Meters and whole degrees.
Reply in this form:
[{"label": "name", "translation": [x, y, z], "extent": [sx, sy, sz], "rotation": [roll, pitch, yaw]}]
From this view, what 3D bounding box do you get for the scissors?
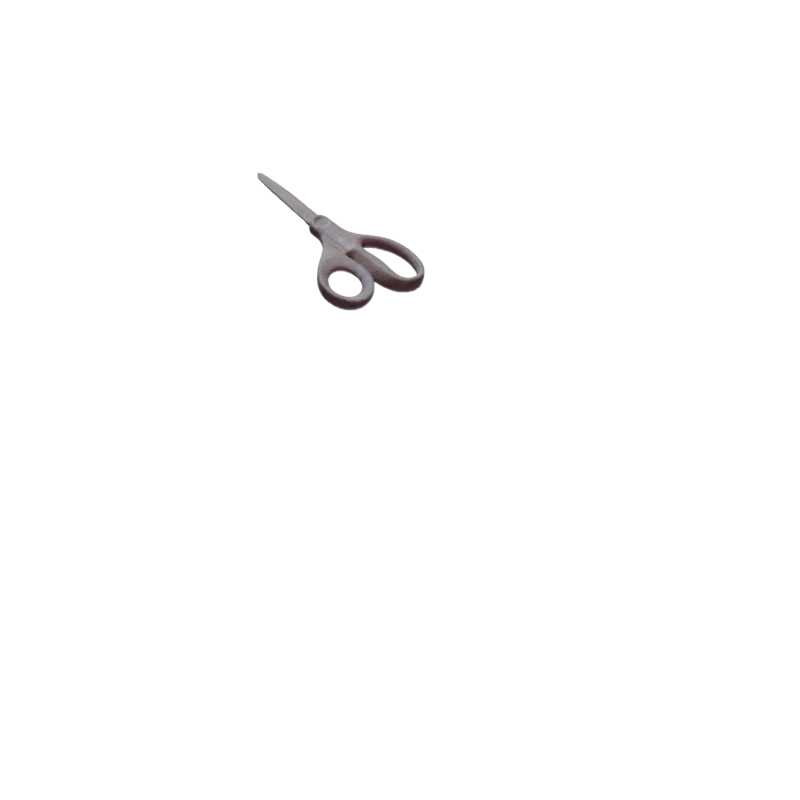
[{"label": "scissors", "translation": [-0.074, -0.134, 0.942], "extent": [0.213, 0.015, 0.098], "rotation": [29, 51, 27]}]
